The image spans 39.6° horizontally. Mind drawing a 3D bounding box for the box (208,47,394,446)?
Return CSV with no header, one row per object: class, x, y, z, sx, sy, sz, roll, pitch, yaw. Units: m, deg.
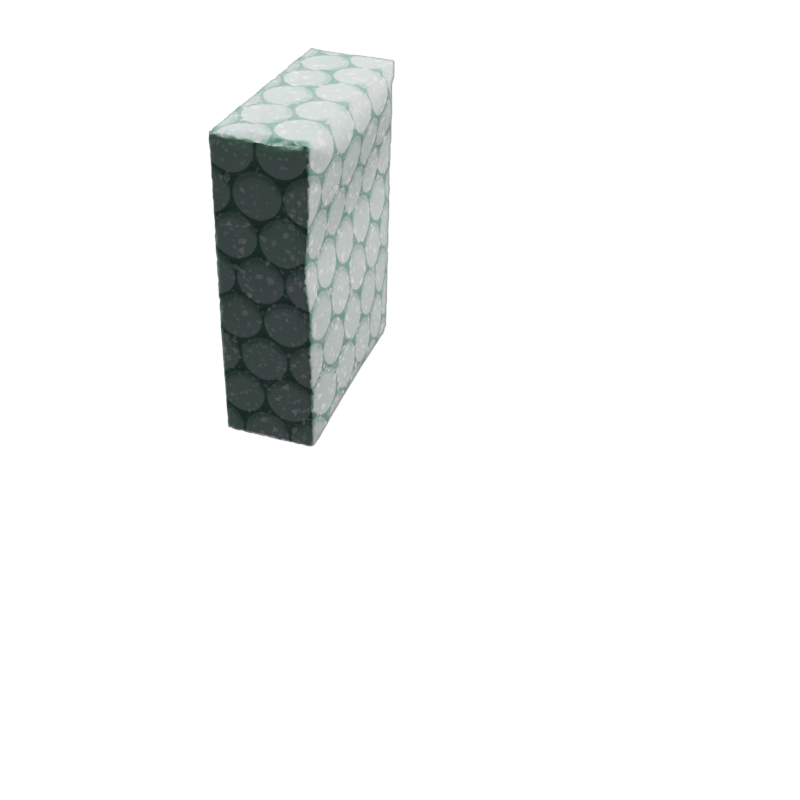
box,-0.058,-0.105,0.739,0.074,0.201,0.170,11,33,14
